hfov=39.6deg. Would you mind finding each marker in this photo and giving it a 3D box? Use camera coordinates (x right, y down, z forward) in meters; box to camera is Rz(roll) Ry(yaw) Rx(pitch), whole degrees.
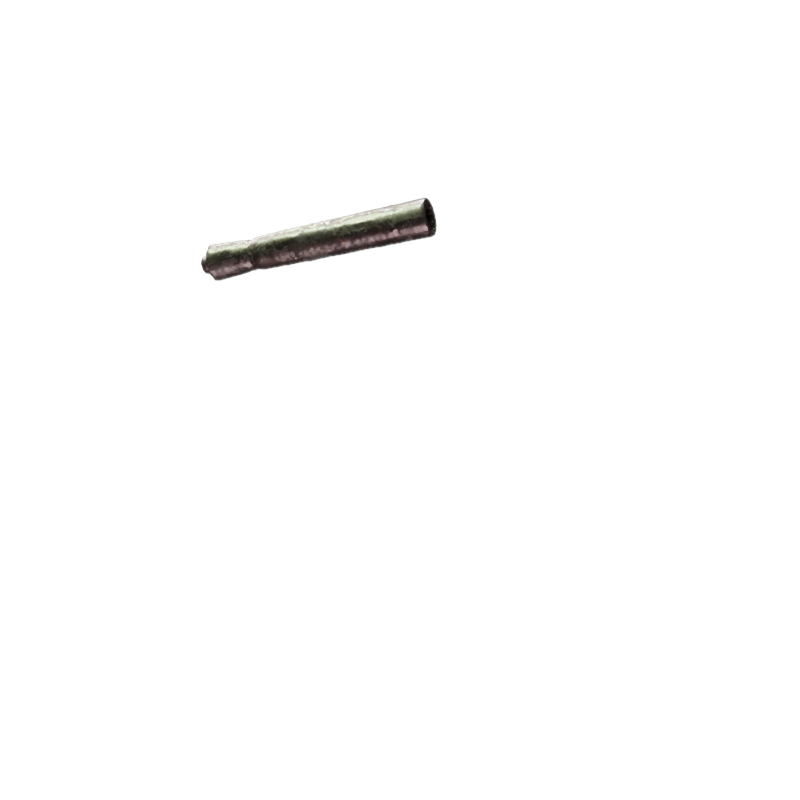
[{"bbox_3d":[-0.042,-0.077,0.541,0.123,0.020,0.019,-9,1,21],"label":"marker"}]
